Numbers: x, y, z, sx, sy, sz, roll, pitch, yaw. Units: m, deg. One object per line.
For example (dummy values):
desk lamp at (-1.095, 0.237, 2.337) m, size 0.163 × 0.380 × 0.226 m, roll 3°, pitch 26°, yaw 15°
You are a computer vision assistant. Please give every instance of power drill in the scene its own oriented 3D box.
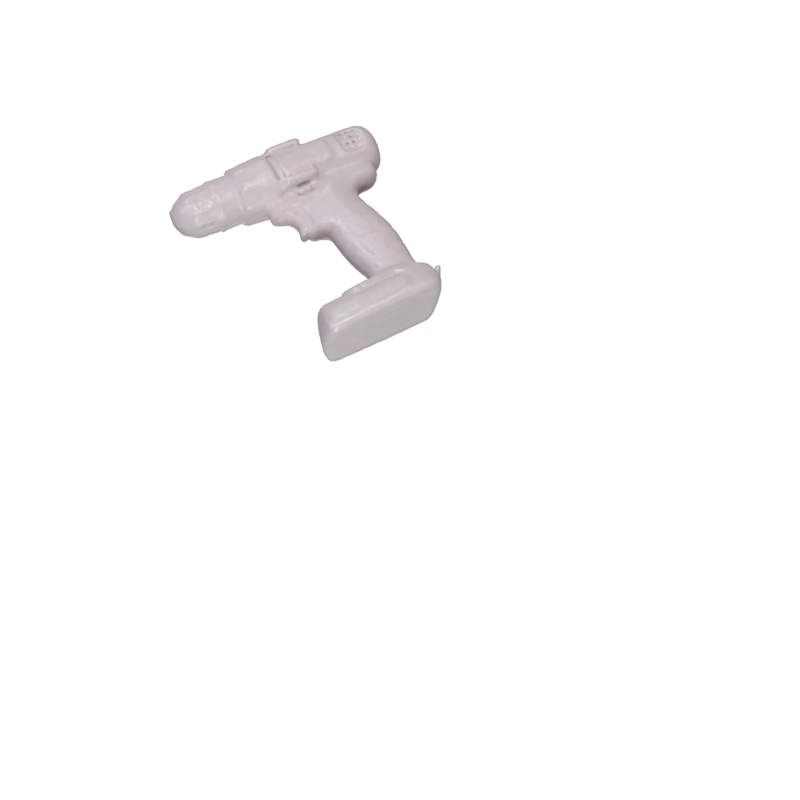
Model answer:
power drill at (-0.069, -0.126, 0.880) m, size 0.184 × 0.201 × 0.054 m, roll -25°, pitch -28°, yaw -15°
